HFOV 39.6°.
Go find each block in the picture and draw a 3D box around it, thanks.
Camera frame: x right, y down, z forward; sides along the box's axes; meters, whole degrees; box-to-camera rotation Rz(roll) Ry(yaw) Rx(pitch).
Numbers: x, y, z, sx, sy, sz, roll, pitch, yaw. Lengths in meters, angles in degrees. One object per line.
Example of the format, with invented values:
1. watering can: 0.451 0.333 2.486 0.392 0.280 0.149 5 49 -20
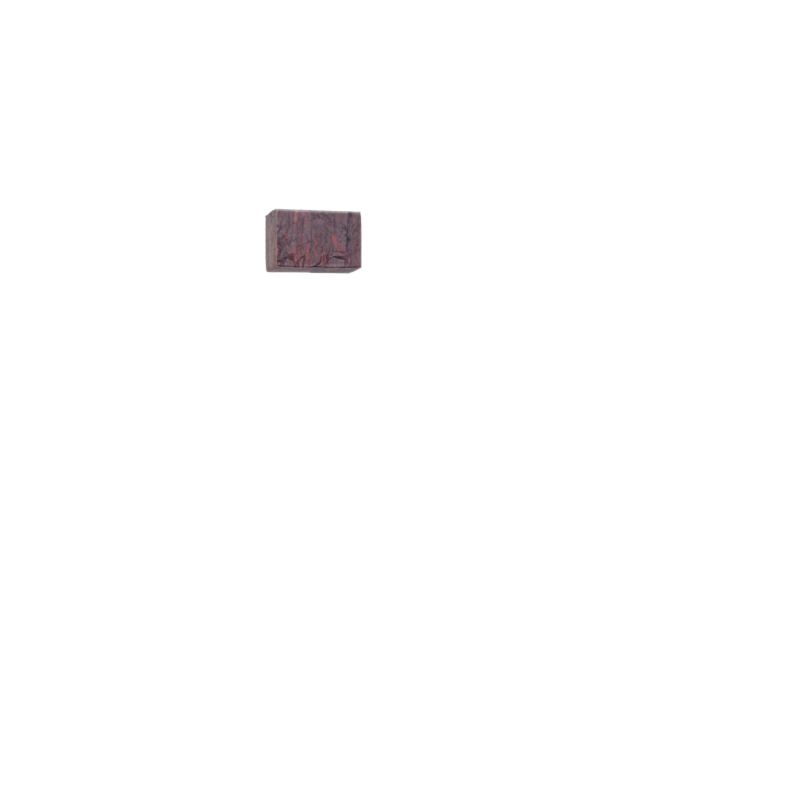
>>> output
1. block: -0.076 -0.139 0.974 0.076 0.052 0.053 0 -3 -15
